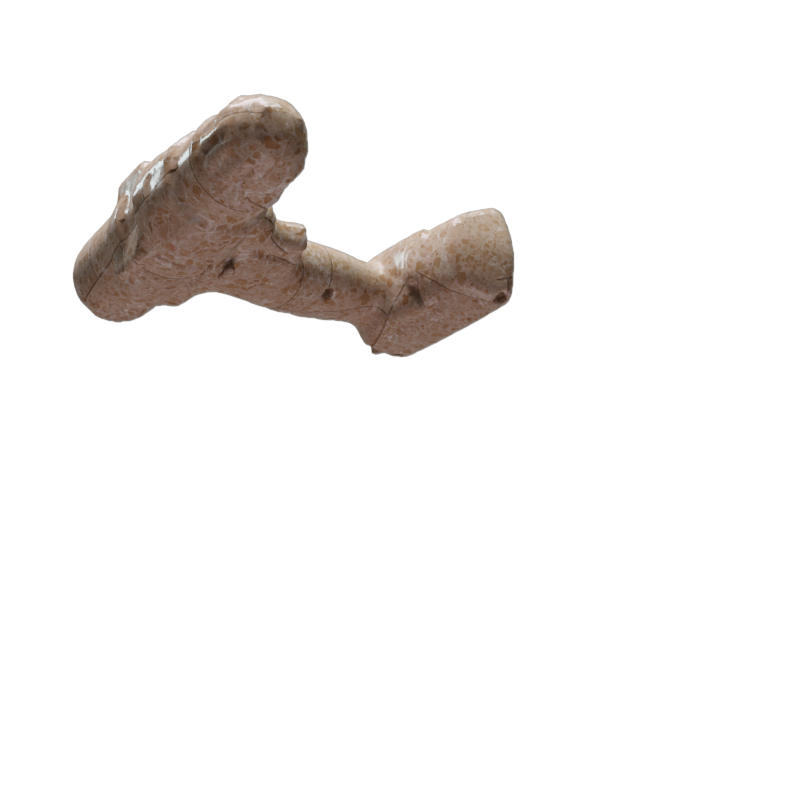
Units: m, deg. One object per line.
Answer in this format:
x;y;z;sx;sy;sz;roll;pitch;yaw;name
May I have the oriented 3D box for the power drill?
-0.041;-0.075;0.523;0.179;0.060;0.184;11;-20;-31;power drill
